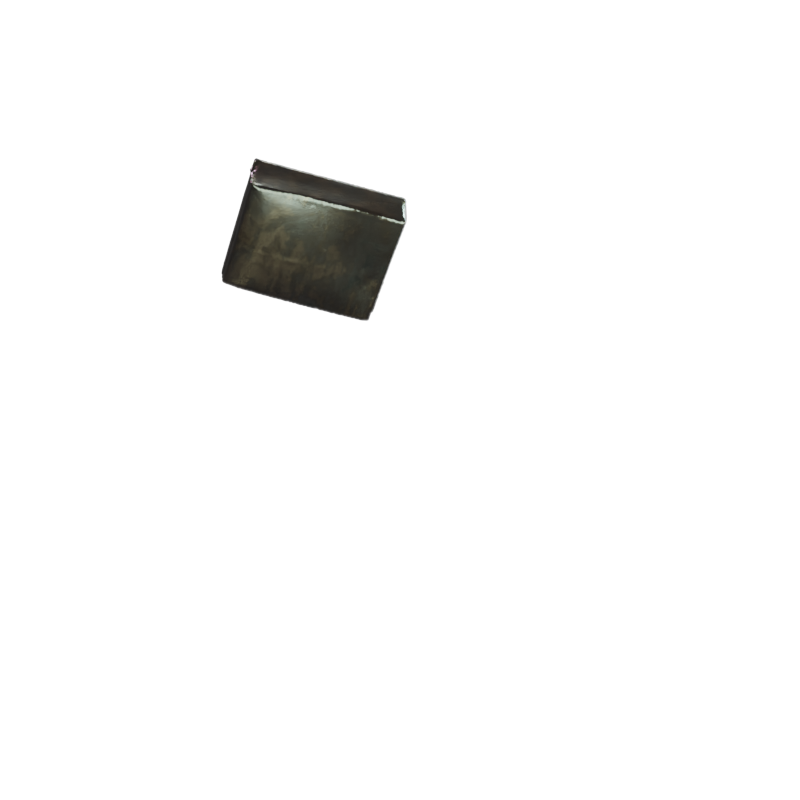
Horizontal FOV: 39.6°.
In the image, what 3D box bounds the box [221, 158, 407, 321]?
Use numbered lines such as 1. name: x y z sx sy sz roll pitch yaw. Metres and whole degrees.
1. box: -0.061 -0.111 0.781 0.111 0.086 0.041 14 34 -10
